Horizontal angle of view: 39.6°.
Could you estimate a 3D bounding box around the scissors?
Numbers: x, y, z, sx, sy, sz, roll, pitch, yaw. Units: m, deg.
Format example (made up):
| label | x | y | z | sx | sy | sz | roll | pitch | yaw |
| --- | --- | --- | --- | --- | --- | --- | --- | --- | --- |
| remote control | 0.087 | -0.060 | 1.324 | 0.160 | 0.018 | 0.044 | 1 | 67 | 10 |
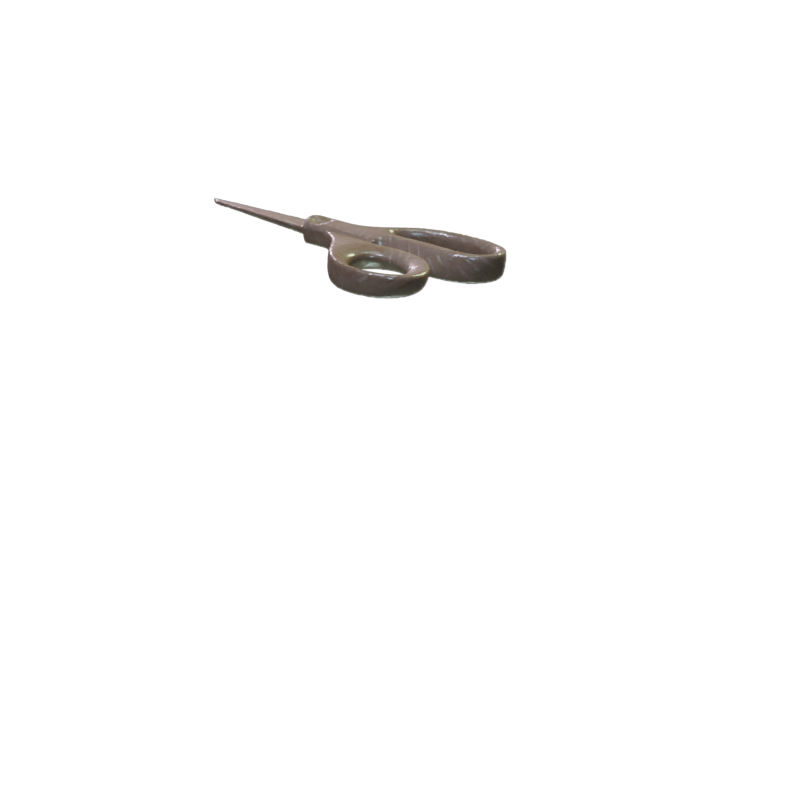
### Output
| label | x | y | z | sx | sy | sz | roll | pitch | yaw |
| --- | --- | --- | --- | --- | --- | --- | --- | --- | --- |
| scissors | -0.045 | -0.083 | 0.579 | 0.211 | 0.015 | 0.096 | 14 | 26 | 30 |
